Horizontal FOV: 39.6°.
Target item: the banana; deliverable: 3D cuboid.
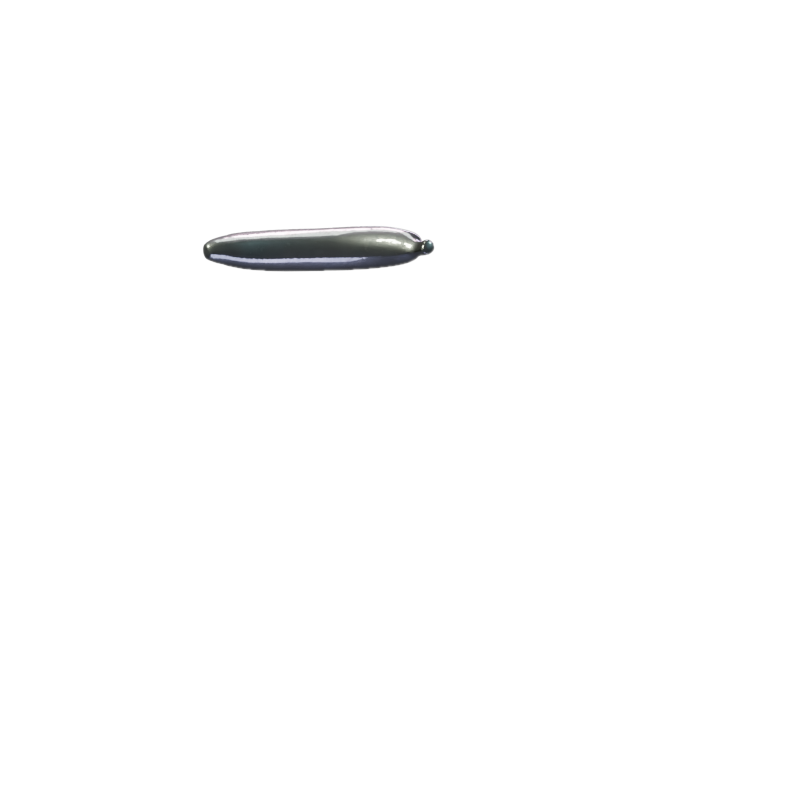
[{"bbox_3d":[-0.067,-0.132,0.951,0.201,0.038,0.067,-1,-7,12],"label":"banana"}]
